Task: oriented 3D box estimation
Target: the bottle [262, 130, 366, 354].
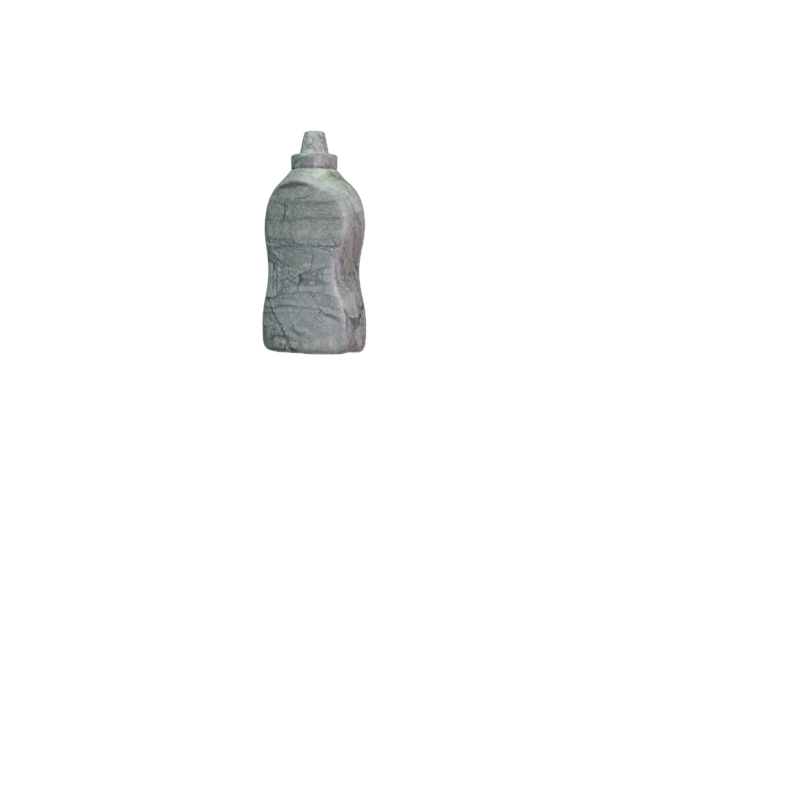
[{"bbox_3d":[-0.075,-0.138,0.963,0.100,0.192,0.056,0,-1,40],"label":"bottle"}]
